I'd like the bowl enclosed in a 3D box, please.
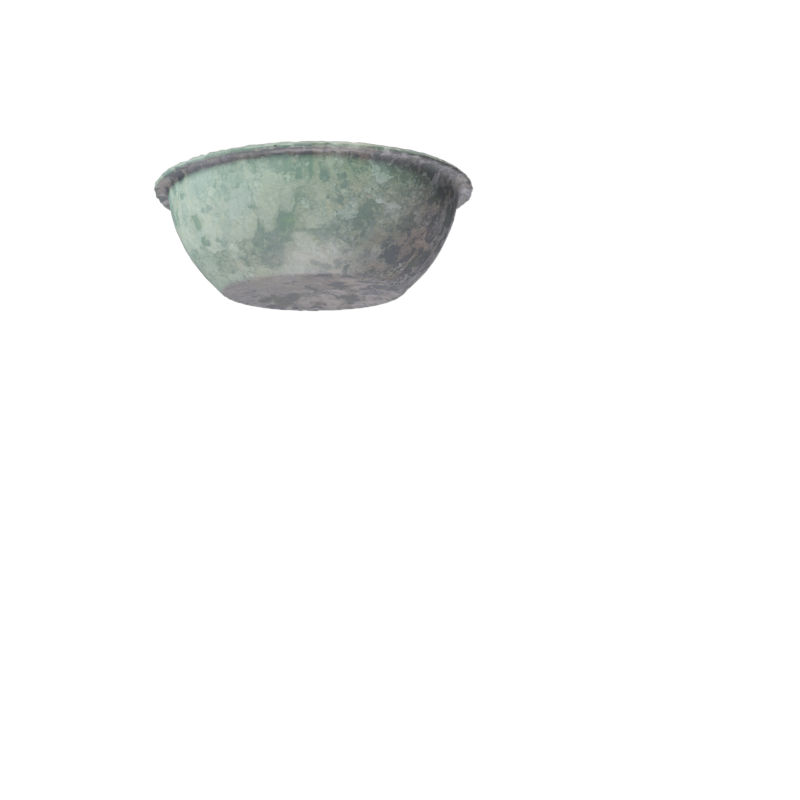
[{"bbox_3d":[-0.044,-0.080,0.561,0.162,0.057,0.158,0,-7,-2],"label":"bowl"}]
